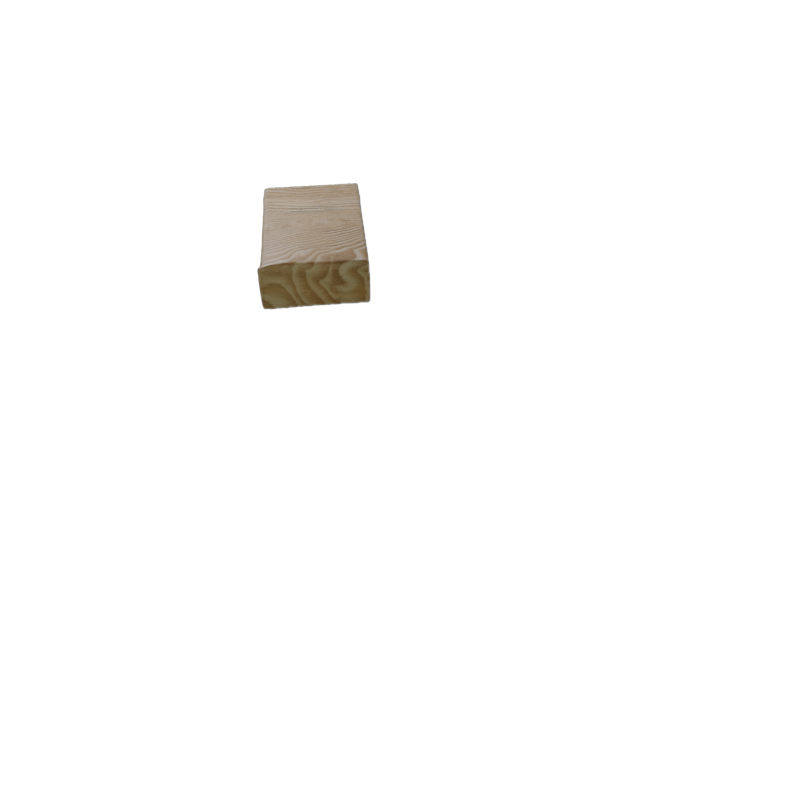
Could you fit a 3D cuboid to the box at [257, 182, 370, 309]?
[{"bbox_3d":[-0.077,-0.141,0.992,0.093,0.045,0.187,-4,29,-1],"label":"box"}]
